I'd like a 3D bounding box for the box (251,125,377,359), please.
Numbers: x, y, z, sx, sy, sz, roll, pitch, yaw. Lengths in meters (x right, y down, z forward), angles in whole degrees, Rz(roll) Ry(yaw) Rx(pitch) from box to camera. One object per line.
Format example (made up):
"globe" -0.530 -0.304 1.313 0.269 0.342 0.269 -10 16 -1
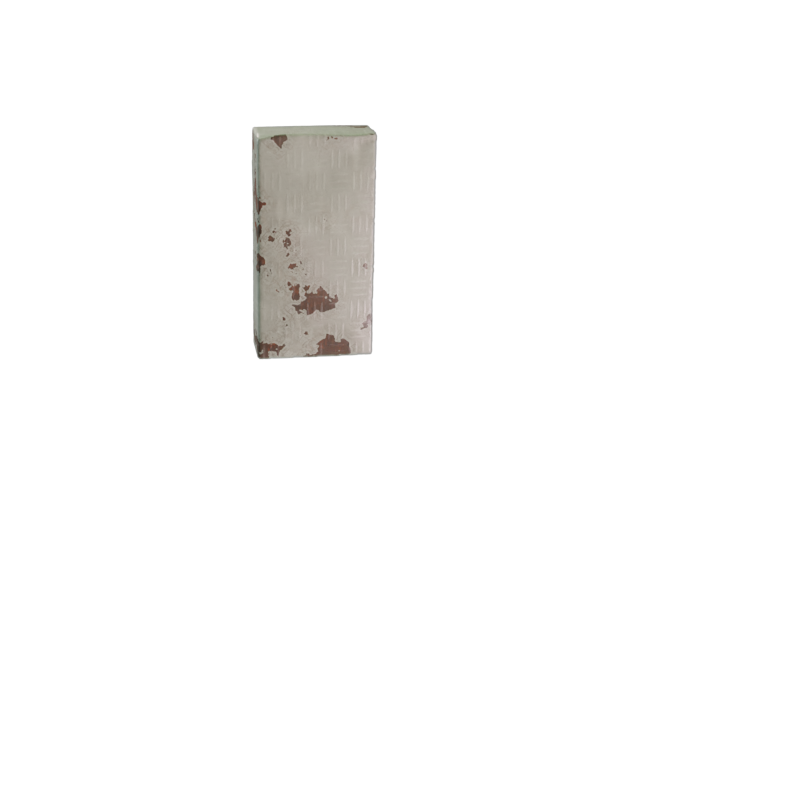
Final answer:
"box" -0.067 -0.122 0.855 0.092 0.169 0.051 -2 19 -9
